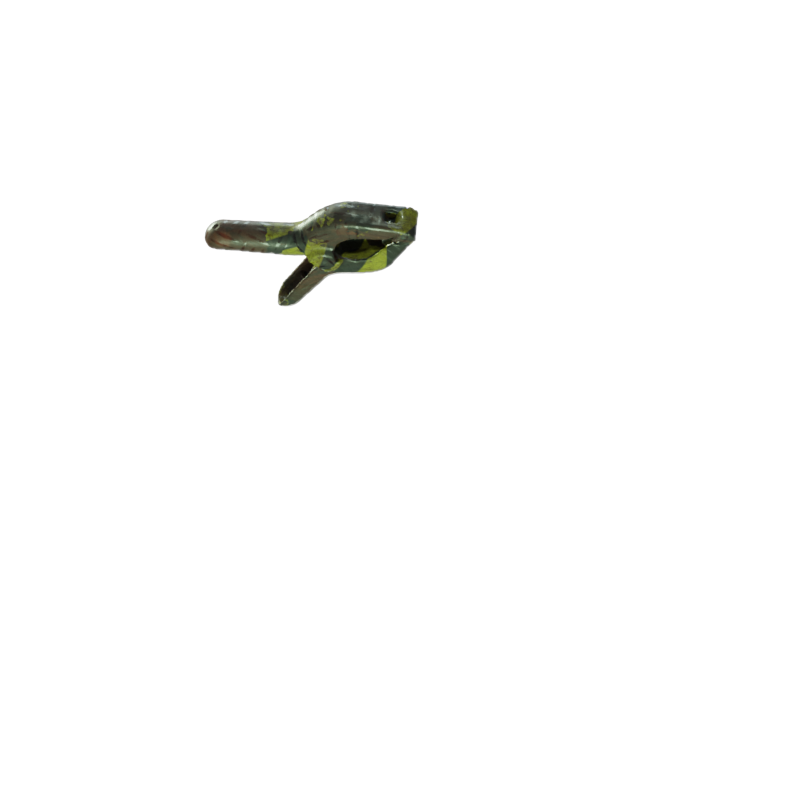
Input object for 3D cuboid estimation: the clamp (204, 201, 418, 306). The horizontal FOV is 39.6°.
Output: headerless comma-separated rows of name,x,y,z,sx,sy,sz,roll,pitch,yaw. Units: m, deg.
clamp,-0.070,-0.128,0.896,0.173,0.041,0.112,-18,-30,35
